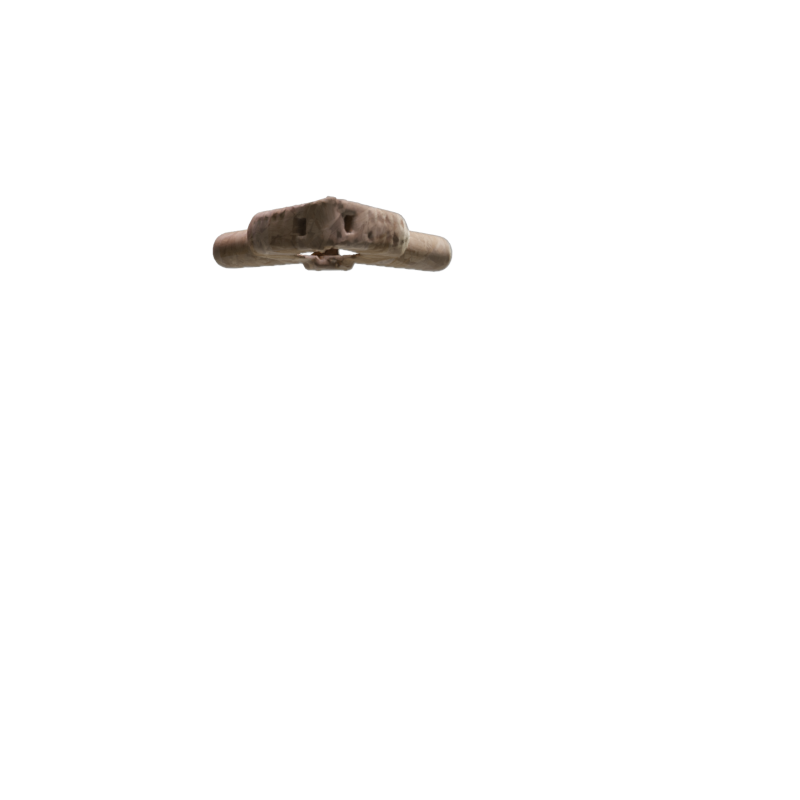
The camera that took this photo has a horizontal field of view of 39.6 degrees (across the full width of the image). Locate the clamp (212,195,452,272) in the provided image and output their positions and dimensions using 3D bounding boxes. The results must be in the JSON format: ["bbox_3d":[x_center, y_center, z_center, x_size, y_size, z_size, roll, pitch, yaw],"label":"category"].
[{"bbox_3d":[-0.054,-0.098,0.685,0.166,0.036,0.207,0,3,6],"label":"clamp"}]
